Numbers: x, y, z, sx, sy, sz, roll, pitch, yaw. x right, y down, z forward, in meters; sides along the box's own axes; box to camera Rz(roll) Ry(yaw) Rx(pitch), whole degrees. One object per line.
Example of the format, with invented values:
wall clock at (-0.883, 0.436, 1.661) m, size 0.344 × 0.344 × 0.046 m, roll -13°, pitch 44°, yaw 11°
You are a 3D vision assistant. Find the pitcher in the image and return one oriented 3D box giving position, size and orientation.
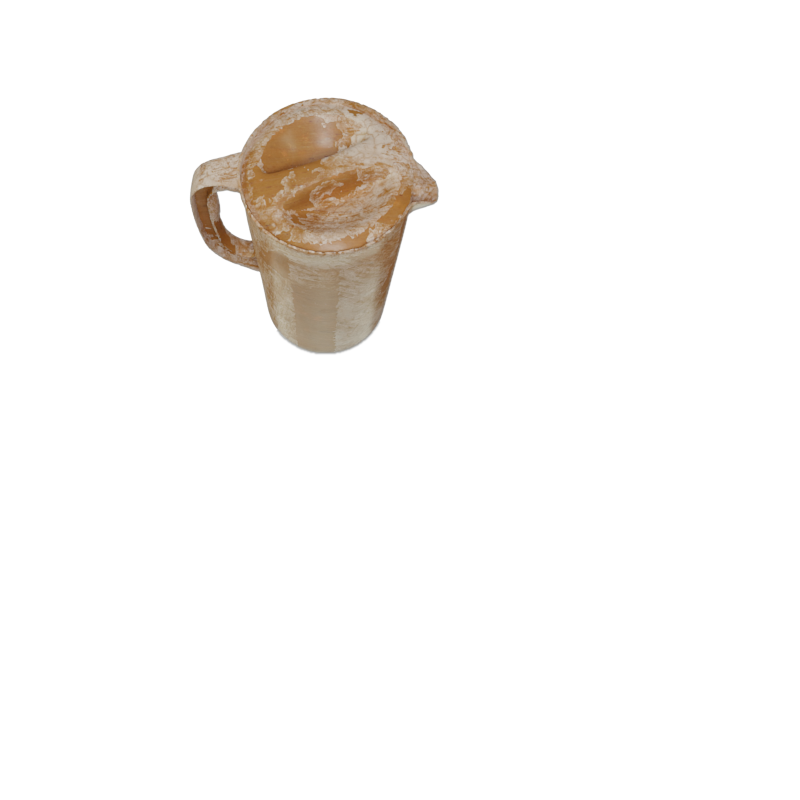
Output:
pitcher at (-0.072, -0.131, 0.916) m, size 0.146 × 0.156 × 0.231 m, roll -40°, pitch -15°, yaw -17°
